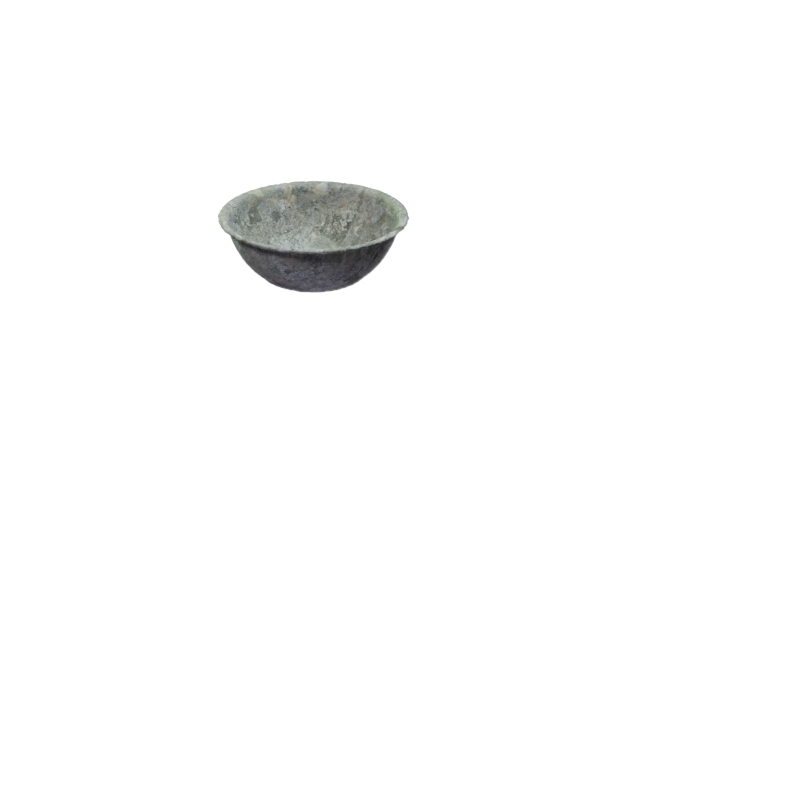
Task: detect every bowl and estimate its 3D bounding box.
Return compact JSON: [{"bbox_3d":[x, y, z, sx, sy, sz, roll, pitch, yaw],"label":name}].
[{"bbox_3d":[-0.075,-0.136,0.953,0.162,0.052,0.172,-1,29,-2],"label":"bowl"}]
